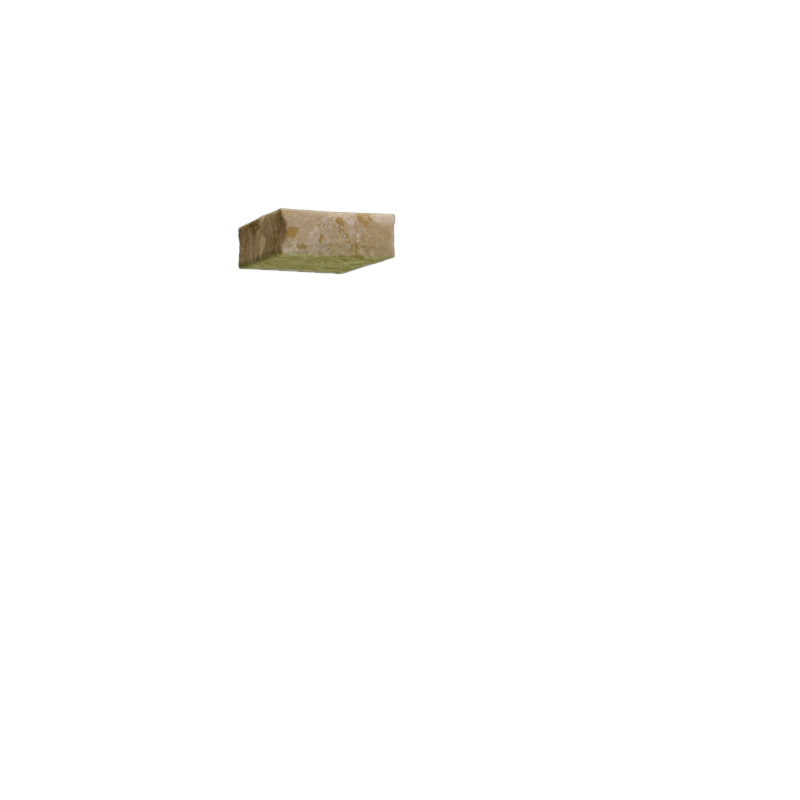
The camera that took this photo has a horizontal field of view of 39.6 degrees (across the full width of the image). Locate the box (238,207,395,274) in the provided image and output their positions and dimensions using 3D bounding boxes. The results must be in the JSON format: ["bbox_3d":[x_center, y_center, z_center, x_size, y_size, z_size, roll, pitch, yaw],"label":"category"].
[{"bbox_3d":[-0.054,-0.098,0.683,0.071,0.030,0.091,0,0,-22],"label":"box"}]
